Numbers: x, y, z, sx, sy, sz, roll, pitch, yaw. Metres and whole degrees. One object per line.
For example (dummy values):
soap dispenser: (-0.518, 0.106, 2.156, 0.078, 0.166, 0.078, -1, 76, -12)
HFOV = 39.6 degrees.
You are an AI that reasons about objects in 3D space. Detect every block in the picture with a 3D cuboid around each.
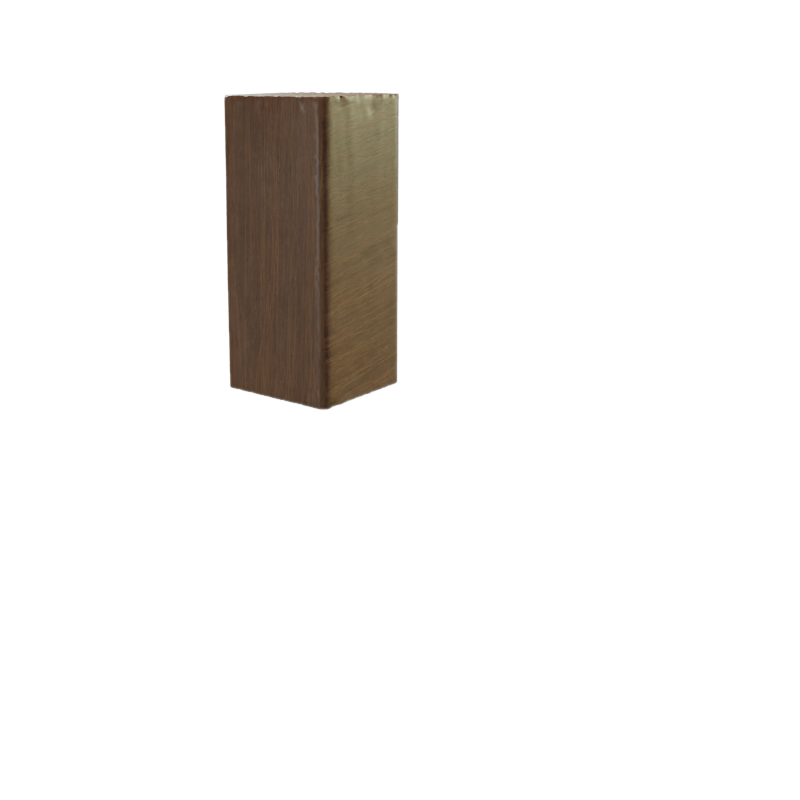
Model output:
block: (-0.061, -0.111, 0.776, 0.095, 0.201, 0.088, 9, 13, 36)
